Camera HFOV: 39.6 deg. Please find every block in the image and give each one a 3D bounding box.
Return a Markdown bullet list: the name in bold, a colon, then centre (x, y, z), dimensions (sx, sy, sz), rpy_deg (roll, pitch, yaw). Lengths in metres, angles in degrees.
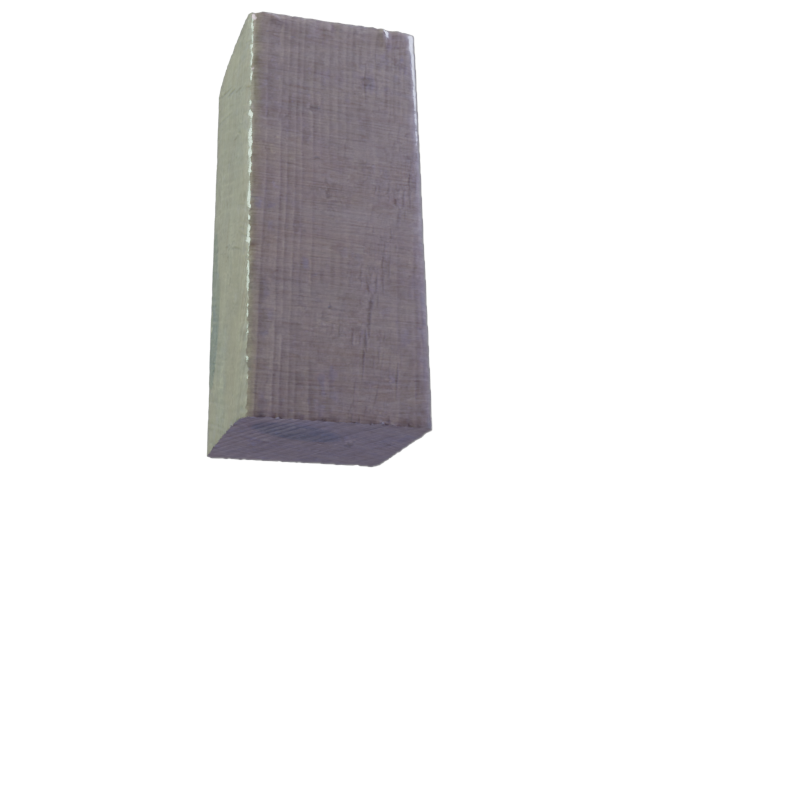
- **block**: centre (-0.044, -0.080, 0.559), dimensions (0.089, 0.217, 0.088), rpy_deg (5, -22, -16)
